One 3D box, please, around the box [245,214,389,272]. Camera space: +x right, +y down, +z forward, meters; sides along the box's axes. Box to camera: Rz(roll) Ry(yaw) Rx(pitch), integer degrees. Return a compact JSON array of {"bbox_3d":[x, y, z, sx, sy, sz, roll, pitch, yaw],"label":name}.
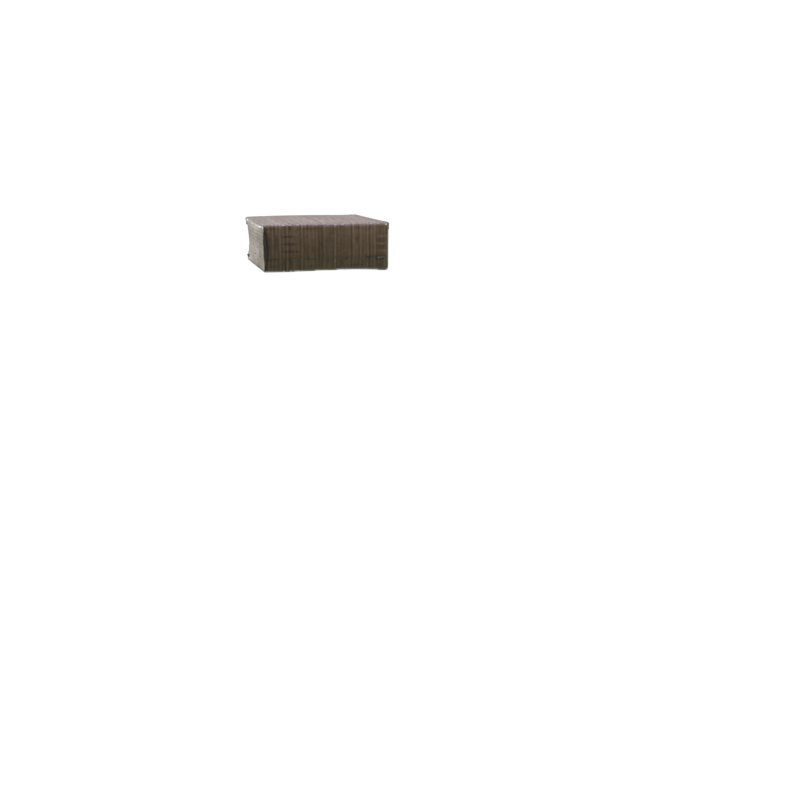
[{"bbox_3d":[-0.064,-0.117,0.818,0.088,0.038,0.117,-2,10,-13],"label":"box"}]
